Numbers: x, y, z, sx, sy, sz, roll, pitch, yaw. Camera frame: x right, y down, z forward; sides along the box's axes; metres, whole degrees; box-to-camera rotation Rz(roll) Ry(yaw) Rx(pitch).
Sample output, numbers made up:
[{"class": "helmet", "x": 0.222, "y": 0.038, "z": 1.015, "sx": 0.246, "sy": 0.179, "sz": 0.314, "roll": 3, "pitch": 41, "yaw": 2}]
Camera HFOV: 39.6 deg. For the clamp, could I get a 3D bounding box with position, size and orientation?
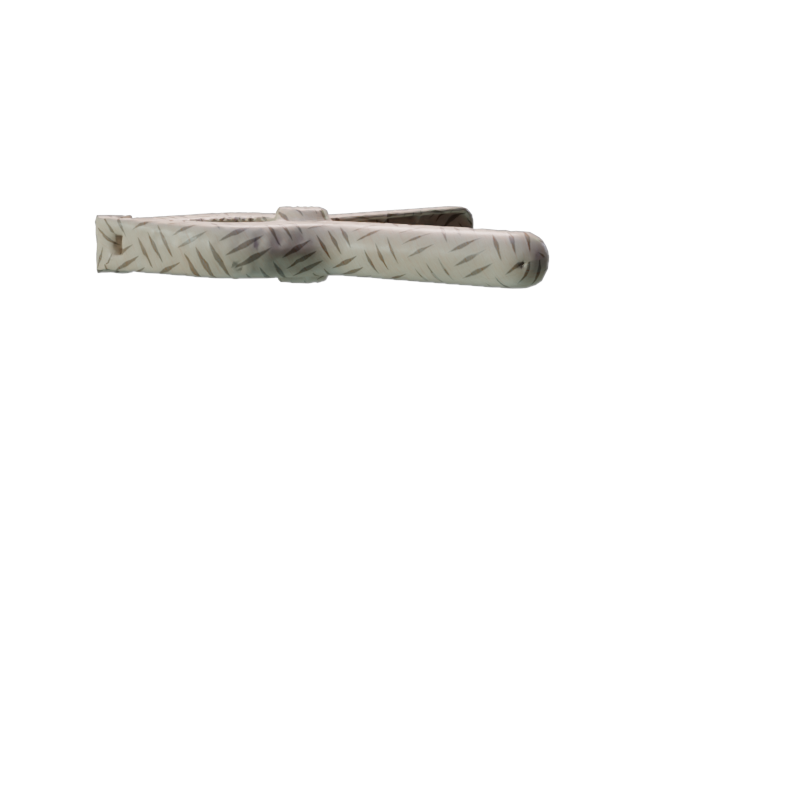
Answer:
[{"class": "clamp", "x": -0.043, "y": -0.079, "z": 0.555, "sx": 0.210, "sy": 0.036, "sz": 0.168, "roll": 0, "pitch": 13, "yaw": 1}]
